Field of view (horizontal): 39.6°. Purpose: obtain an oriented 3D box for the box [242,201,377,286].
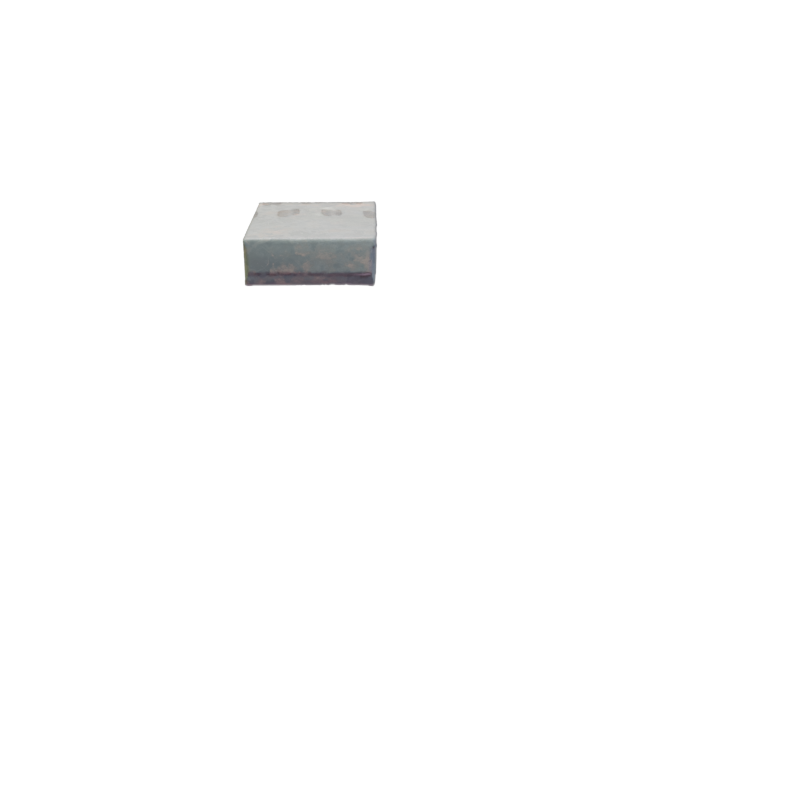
[{"bbox_3d":[-0.062,-0.113,0.791,0.090,0.037,0.118,0,20,0],"label":"box"}]
